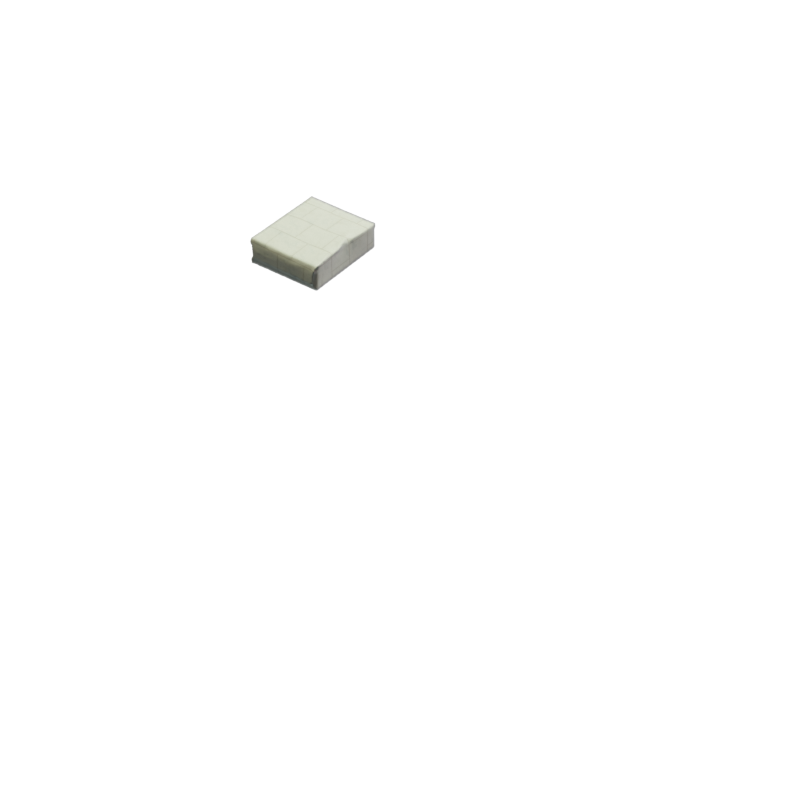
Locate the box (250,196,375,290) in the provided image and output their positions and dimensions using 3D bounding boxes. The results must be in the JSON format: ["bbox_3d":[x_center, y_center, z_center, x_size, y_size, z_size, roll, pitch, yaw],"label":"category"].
[{"bbox_3d":[-0.077,-0.140,0.978,0.077,0.028,0.090,25,45,27],"label":"box"}]
